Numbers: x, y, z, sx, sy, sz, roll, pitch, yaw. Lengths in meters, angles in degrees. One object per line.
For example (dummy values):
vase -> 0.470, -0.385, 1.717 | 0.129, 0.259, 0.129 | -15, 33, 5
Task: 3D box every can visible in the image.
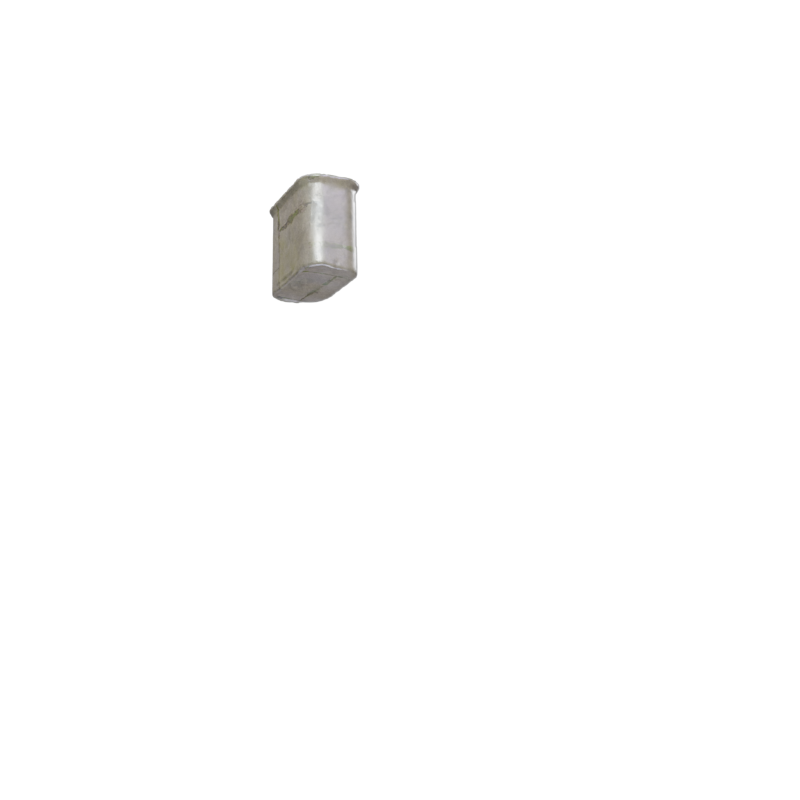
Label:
can -> -0.076, -0.138, 0.968 | 0.055, 0.088, 0.101 | 8, -20, -24
